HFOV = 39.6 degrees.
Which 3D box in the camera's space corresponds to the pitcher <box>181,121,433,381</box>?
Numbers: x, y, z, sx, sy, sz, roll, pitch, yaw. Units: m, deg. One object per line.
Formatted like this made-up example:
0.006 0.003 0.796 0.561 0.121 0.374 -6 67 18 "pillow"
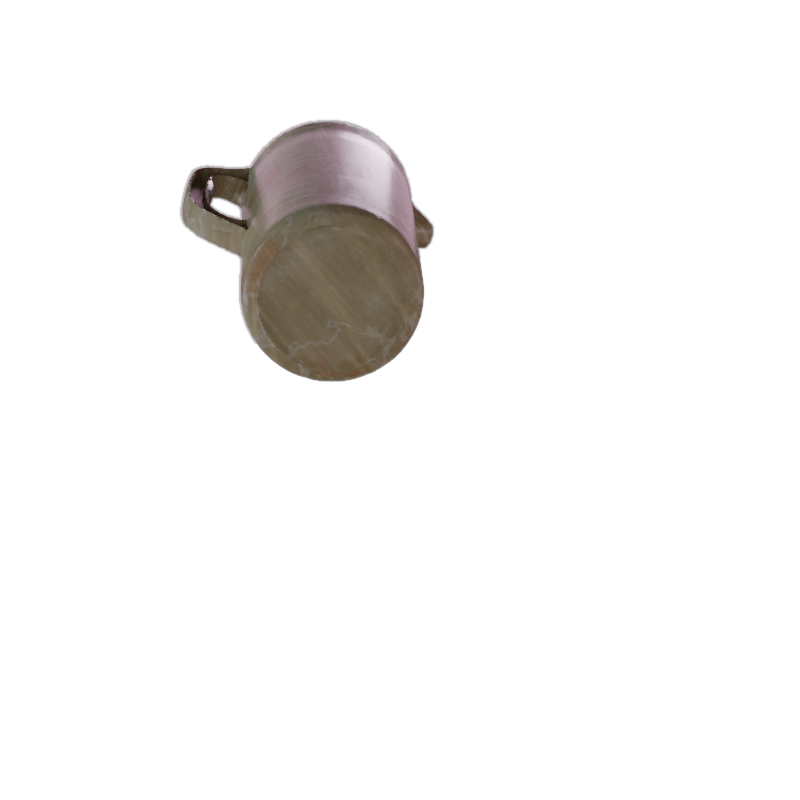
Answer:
-0.059 -0.107 0.752 0.149 0.139 0.254 -28 20 7 "pitcher"
